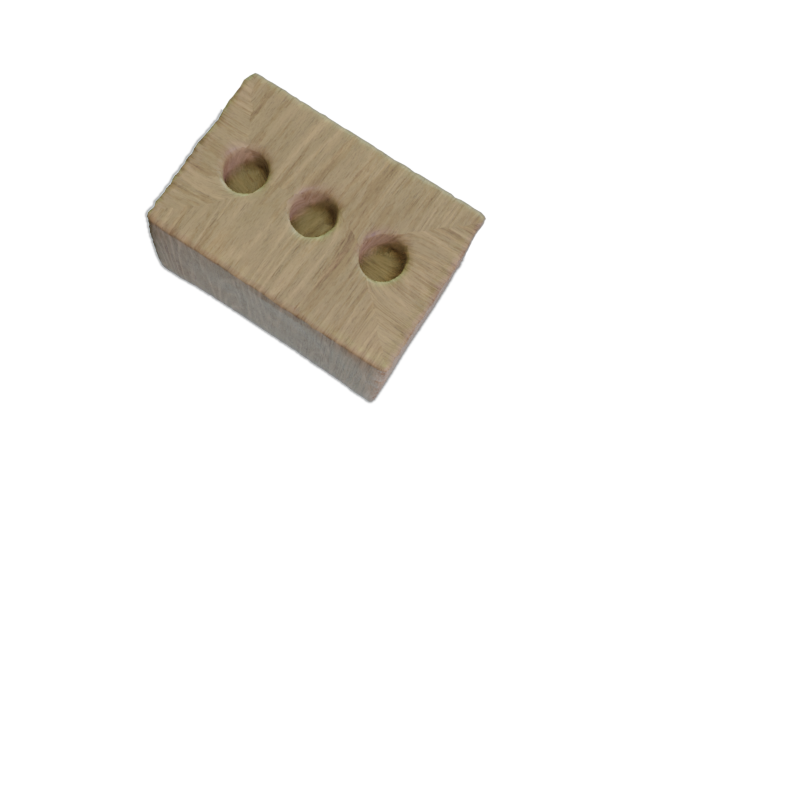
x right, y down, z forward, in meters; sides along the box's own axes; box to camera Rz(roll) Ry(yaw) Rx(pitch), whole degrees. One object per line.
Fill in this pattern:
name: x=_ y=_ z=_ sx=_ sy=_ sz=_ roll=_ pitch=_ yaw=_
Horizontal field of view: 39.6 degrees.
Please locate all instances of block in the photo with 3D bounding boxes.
block: x=-0.025 y=-0.045 z=0.314 sx=0.080 sy=0.054 sz=0.049 roll=32 pitch=-13 yaw=7
